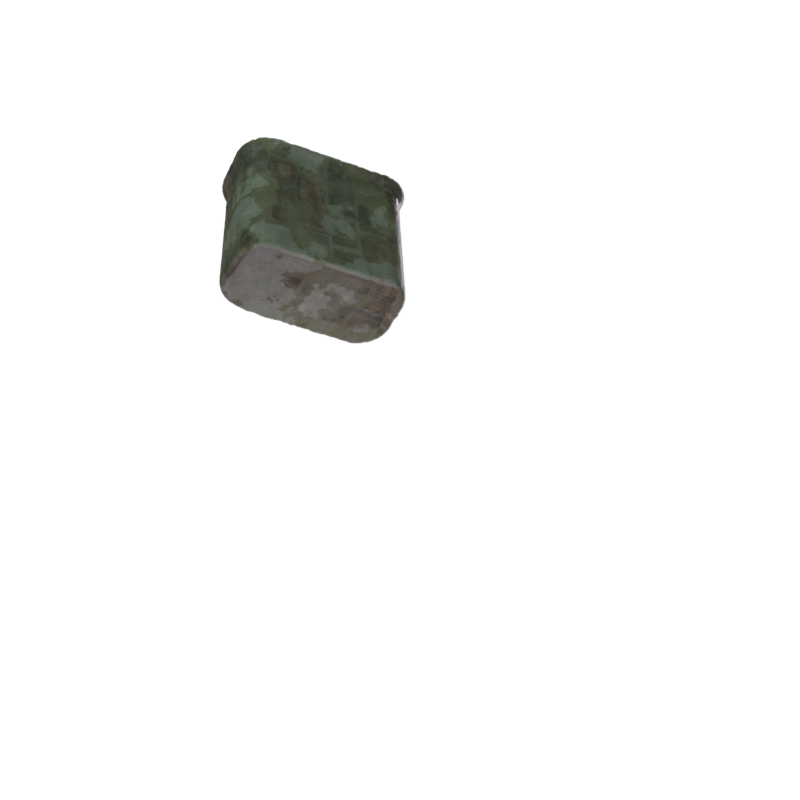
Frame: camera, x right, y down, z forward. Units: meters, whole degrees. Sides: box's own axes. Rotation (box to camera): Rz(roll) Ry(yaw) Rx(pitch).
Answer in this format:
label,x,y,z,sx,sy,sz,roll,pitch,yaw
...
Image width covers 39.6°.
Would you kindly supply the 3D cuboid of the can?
label,x,y,z,sx,sy,sz,roll,pitch,yaw
can,-0.047,-0.086,0.606,0.099,0.090,0.055,16,-46,-18
